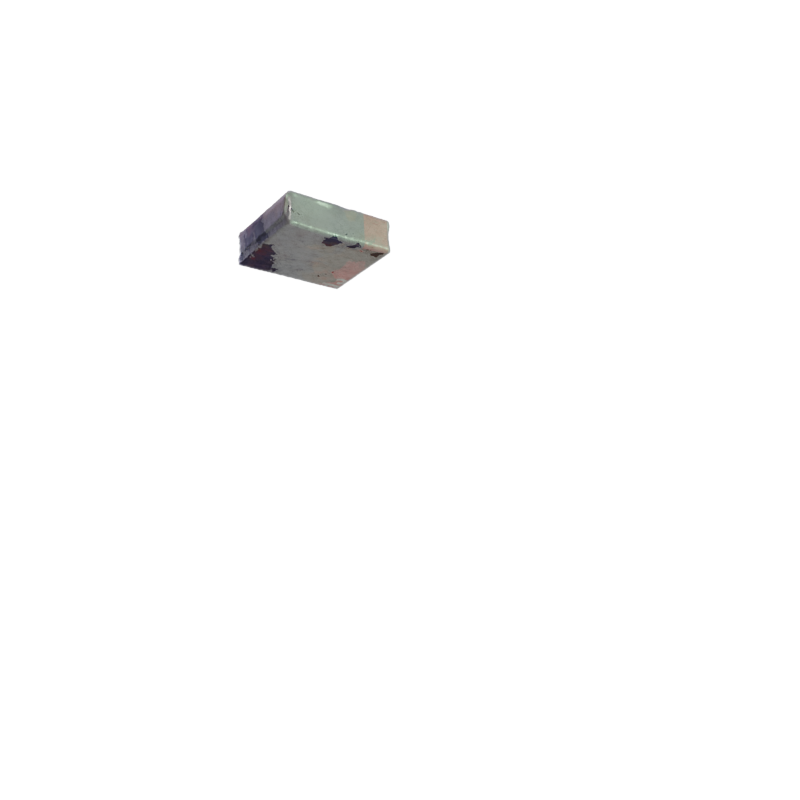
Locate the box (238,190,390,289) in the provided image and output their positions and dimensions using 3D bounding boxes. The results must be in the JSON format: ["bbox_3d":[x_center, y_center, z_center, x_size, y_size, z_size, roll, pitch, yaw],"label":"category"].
[{"bbox_3d":[-0.064,-0.116,0.812,0.085,0.032,0.072,13,-26,-30],"label":"box"}]
